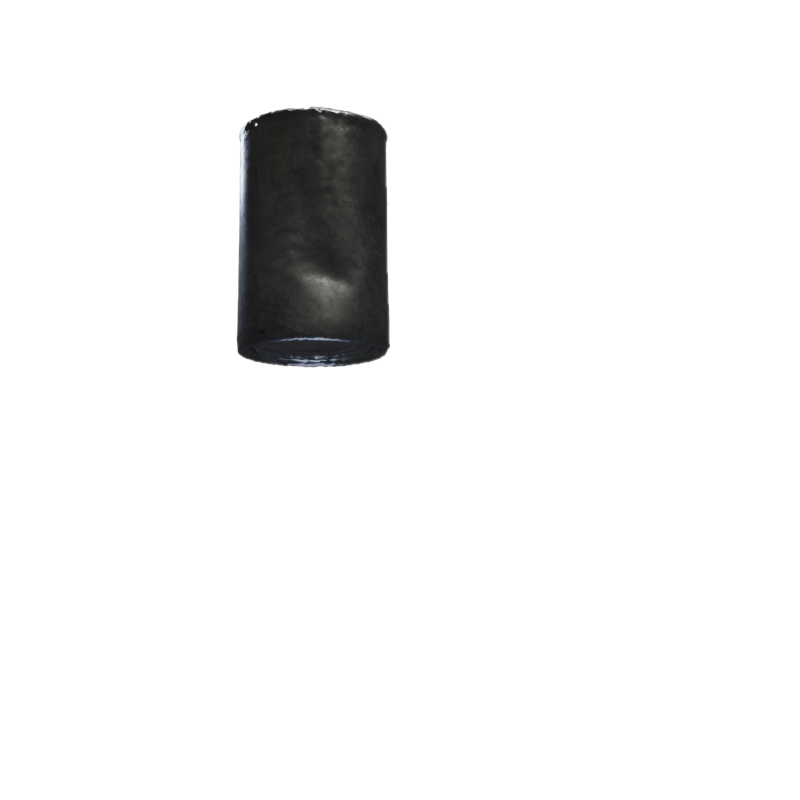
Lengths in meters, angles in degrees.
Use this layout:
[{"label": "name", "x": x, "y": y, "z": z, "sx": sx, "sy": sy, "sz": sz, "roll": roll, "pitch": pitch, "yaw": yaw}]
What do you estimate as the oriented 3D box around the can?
[{"label": "can", "x": -0.039, "y": -0.071, "z": 0.495, "sx": 0.068, "sy": 0.106, "sz": 0.066, "roll": 0, "pitch": -14, "yaw": -2}]
